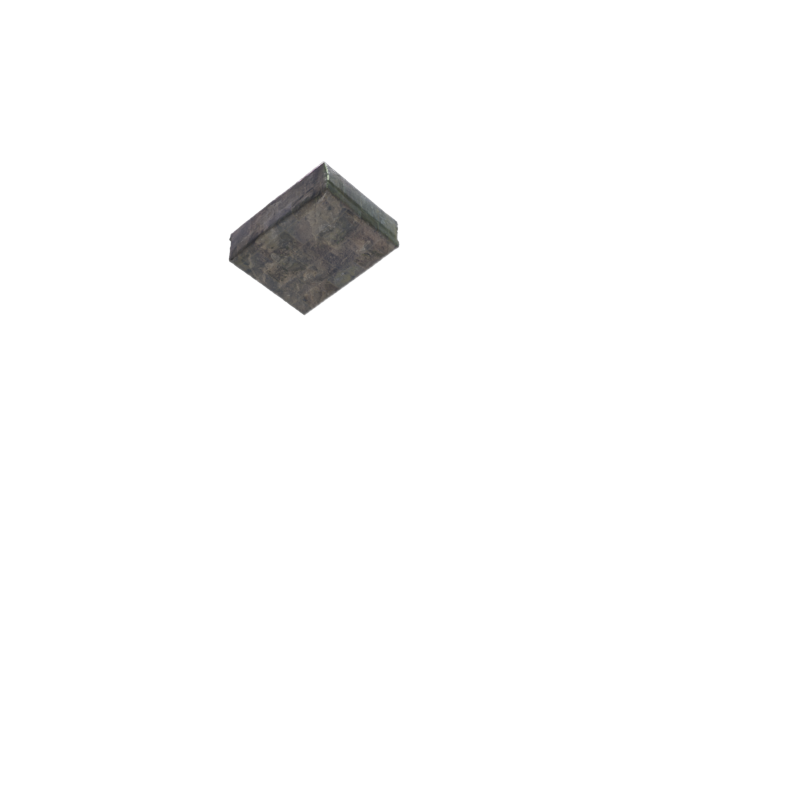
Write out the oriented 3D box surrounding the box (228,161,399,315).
[{"bbox_3d":[-0.071,-0.130,0.909,0.113,0.042,0.084,-32,-52,29],"label":"box"}]
